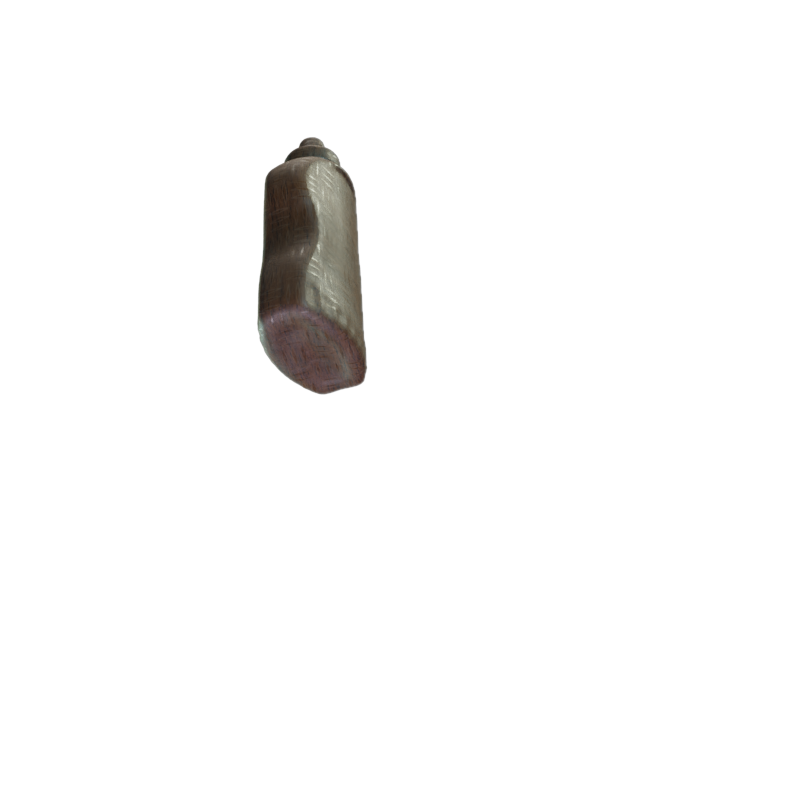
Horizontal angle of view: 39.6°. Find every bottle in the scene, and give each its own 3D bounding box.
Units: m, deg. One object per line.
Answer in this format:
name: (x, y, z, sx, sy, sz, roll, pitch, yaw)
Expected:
bottle: (-0.059, -0.107, 0.750, 0.059, 0.206, 0.089, -19, -41, 18)
